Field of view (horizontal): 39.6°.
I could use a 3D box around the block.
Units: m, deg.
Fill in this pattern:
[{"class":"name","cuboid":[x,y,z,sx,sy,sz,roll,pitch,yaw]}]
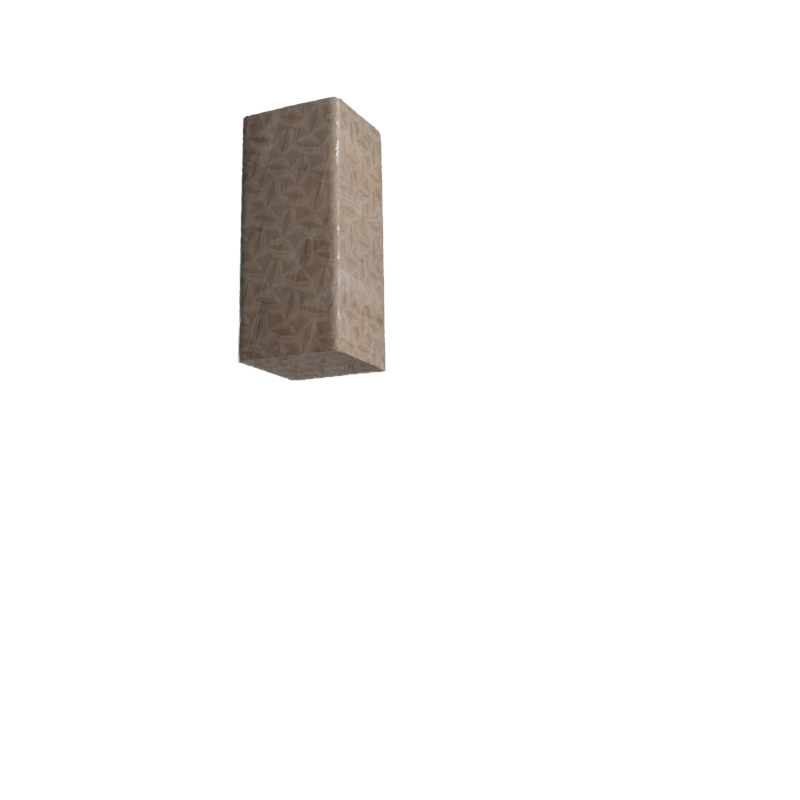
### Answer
[{"class":"block","cuboid":[-0.070,-0.129,0.901,0.092,0.215,0.085,-9,-18,24]}]
